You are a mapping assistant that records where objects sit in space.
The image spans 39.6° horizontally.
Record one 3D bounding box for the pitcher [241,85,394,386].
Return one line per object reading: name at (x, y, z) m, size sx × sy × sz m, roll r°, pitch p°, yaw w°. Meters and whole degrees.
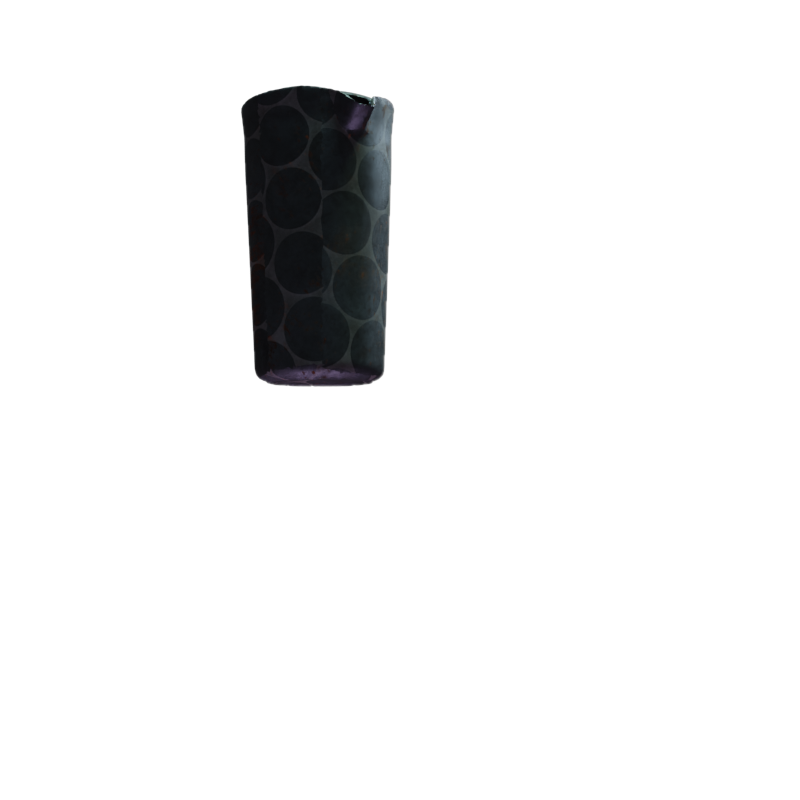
pitcher at (-0.074, -0.136, 0.951) m, size 0.147 × 0.249 × 0.143 m, roll -3°, pitch -9°, yaw 13°
